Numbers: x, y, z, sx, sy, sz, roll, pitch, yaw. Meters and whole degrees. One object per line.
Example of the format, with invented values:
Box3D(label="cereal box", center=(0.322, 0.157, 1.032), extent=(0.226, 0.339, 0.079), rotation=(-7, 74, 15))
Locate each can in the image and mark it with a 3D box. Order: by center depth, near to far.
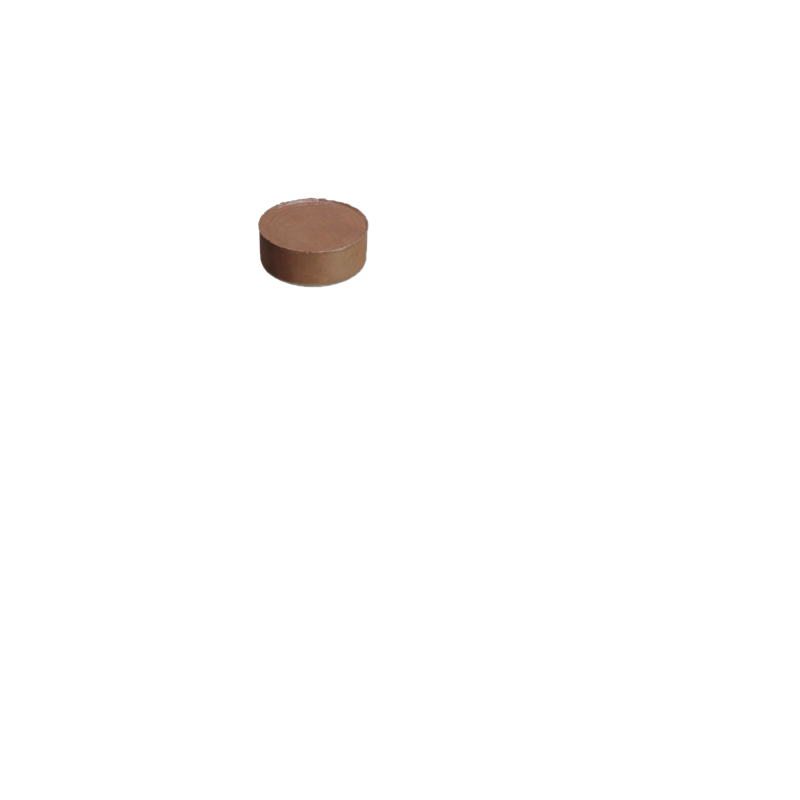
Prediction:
Box3D(label="can", center=(-0.068, -0.124, 0.867), extent=(0.086, 0.031, 0.092), rotation=(-1, 35, -2))
